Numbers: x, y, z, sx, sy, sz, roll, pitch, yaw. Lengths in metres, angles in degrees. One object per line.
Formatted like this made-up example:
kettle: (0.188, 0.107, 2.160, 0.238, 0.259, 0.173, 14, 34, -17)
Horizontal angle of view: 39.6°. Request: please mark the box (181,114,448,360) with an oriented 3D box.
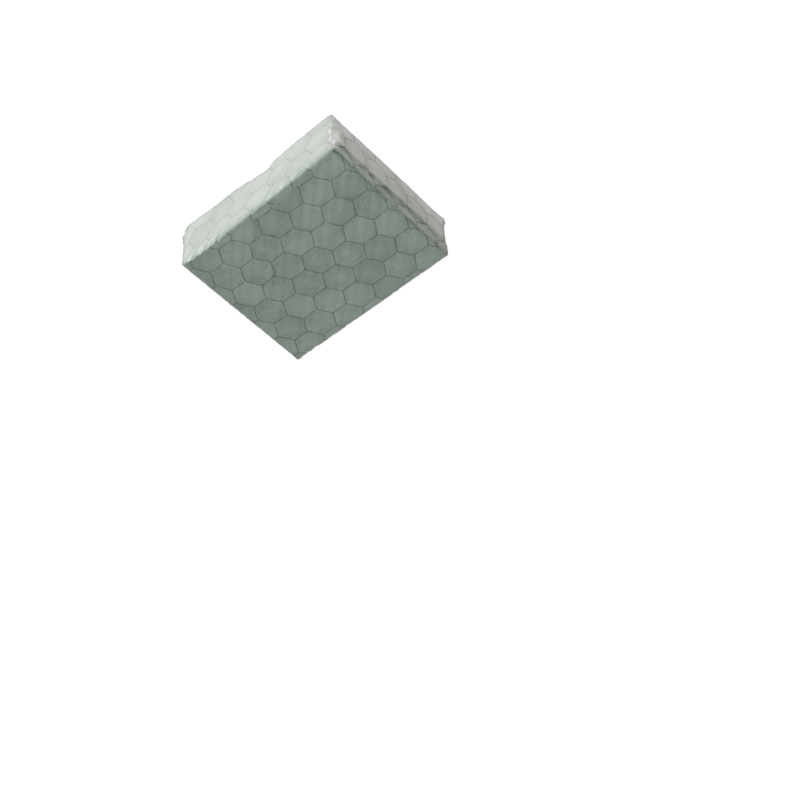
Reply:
box: (-0.037, -0.067, 0.470, 0.089, 0.032, 0.069, -34, -56, 25)
